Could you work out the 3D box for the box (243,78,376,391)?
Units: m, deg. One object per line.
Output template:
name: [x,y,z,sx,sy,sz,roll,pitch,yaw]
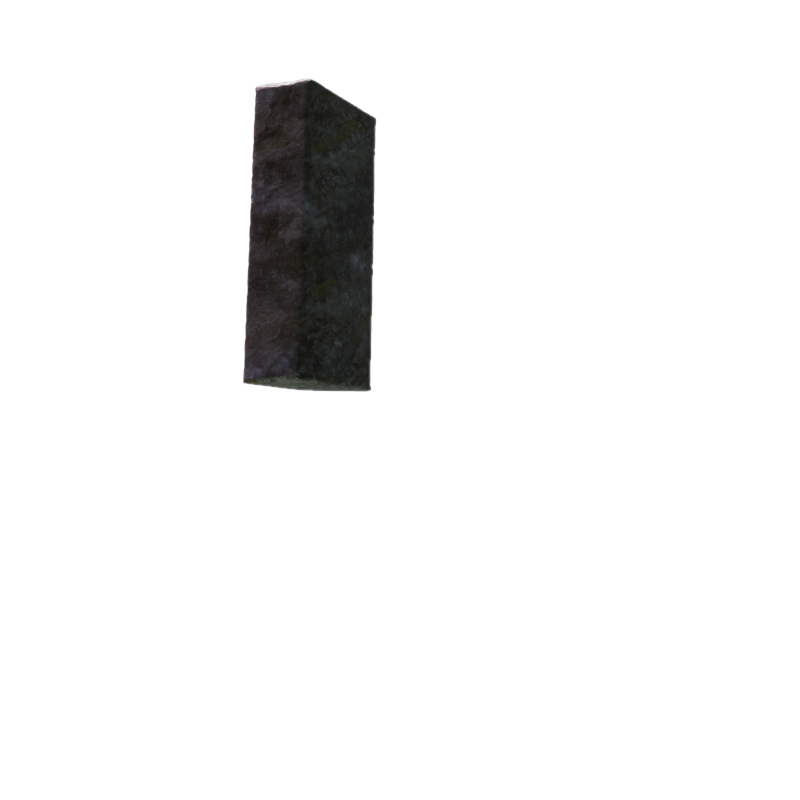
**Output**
box: [-0.053,-0.096,0.671,0.049,0.181,0.089,-6,-11,25]
